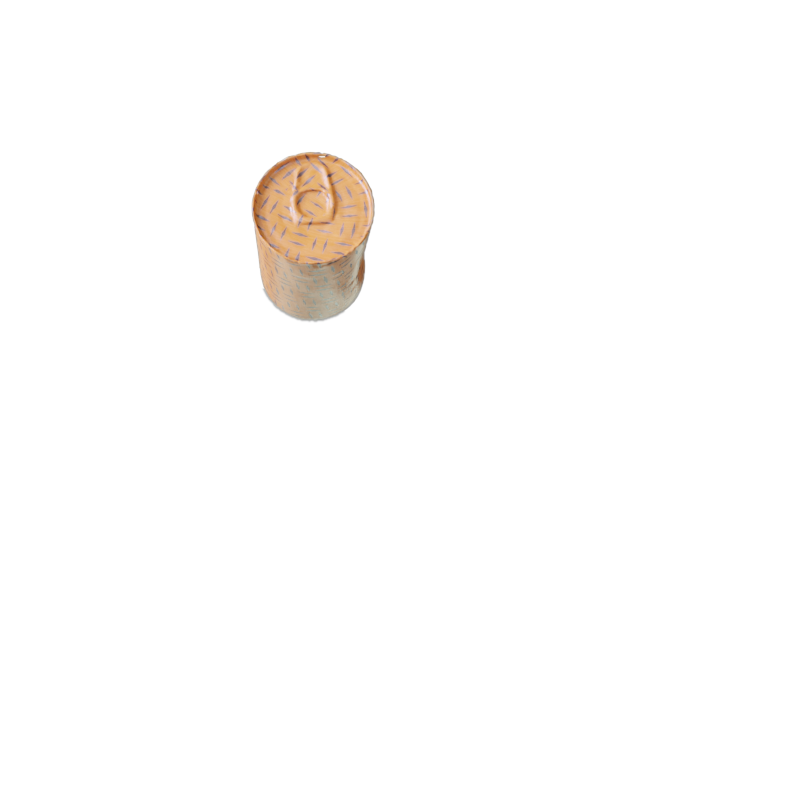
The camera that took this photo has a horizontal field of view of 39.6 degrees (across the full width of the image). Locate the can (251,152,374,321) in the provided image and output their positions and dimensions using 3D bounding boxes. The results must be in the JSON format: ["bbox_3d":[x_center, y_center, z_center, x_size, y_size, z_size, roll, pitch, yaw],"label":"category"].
[{"bbox_3d":[-0.051,-0.094,0.655,0.068,0.072,0.098,0,-17,-3],"label":"can"}]
